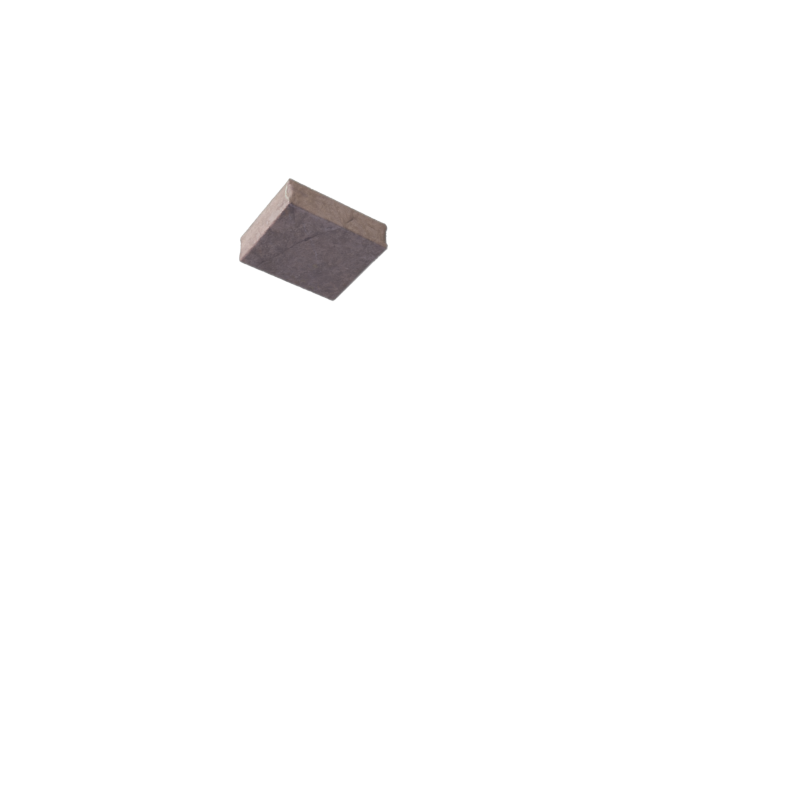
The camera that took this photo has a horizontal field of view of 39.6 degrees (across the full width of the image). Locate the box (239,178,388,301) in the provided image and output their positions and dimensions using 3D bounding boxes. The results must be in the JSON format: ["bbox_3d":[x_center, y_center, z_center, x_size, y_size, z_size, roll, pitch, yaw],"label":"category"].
[{"bbox_3d":[-0.065,-0.119,0.834,0.085,0.032,0.071,23,-45,-25],"label":"box"}]
